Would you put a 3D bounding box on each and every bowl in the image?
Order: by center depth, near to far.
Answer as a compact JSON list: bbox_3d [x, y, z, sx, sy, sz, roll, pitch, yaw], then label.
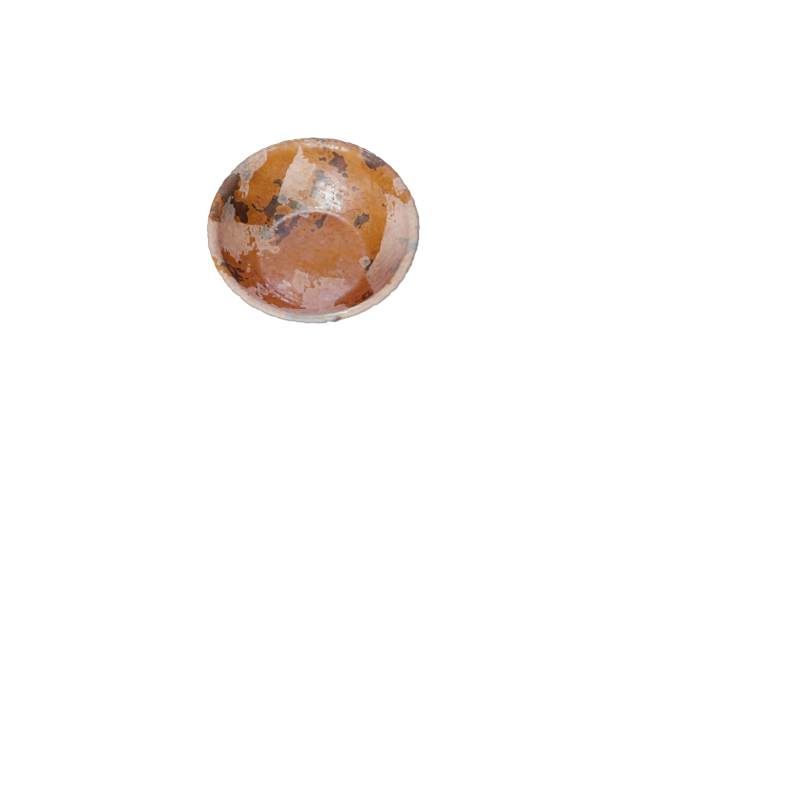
[{"bbox_3d":[-0.068,-0.123,0.862,0.162,0.172,0.052,-1,-26,-1],"label":"bowl"}]
